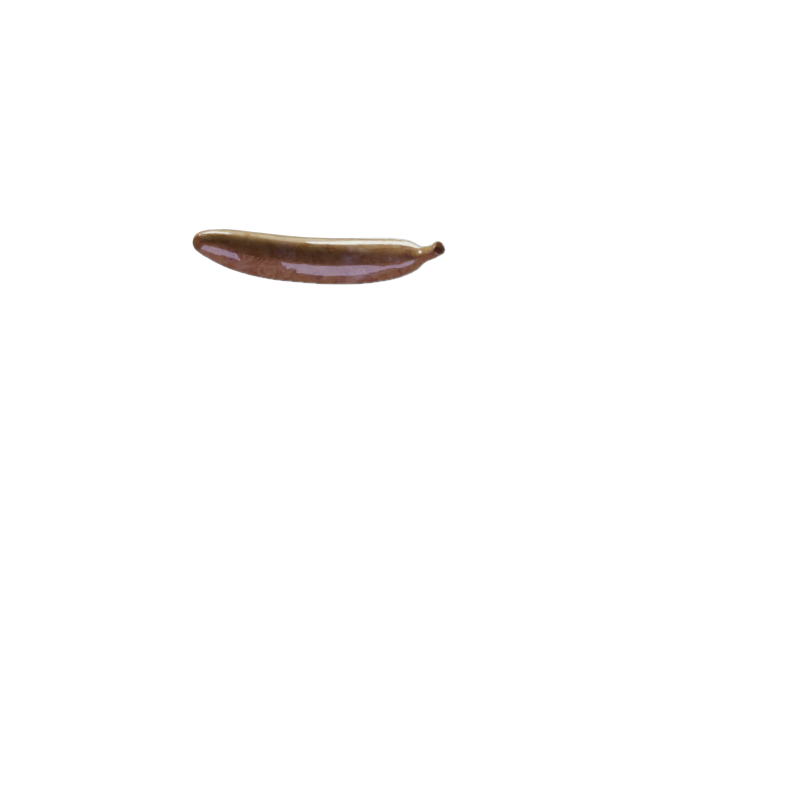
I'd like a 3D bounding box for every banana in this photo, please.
[{"bbox_3d":[-0.067,-0.119,0.897,0.197,0.039,0.066,0,-23,-1],"label":"banana"}]
